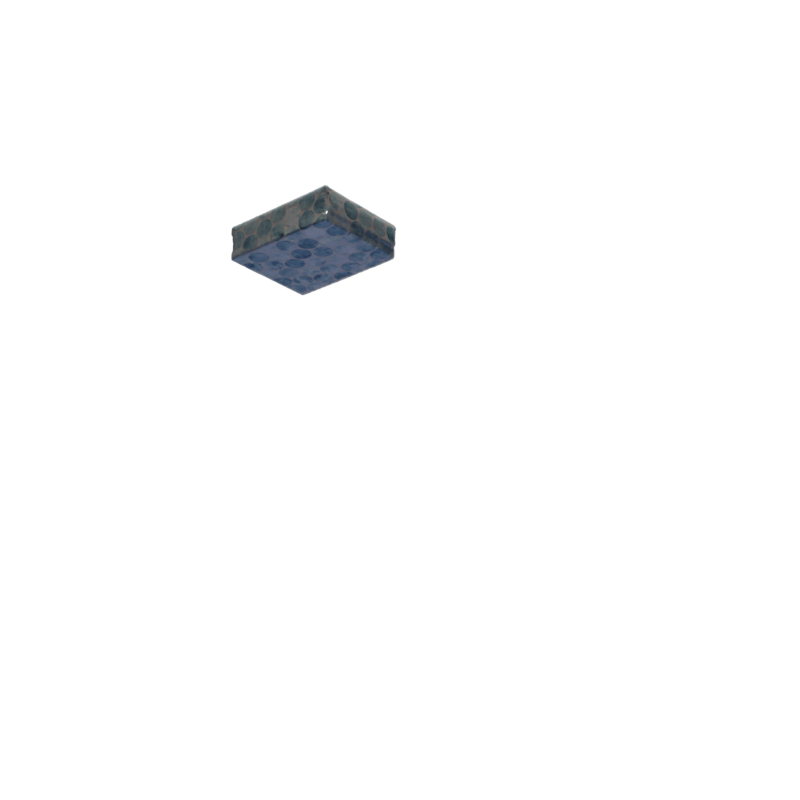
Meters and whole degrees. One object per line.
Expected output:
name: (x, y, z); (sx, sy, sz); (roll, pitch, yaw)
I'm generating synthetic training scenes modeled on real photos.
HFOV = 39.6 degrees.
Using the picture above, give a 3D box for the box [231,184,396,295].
box: (-0.059, -0.108, 0.756); (0.090, 0.032, 0.068); (-18, -29, 36)
